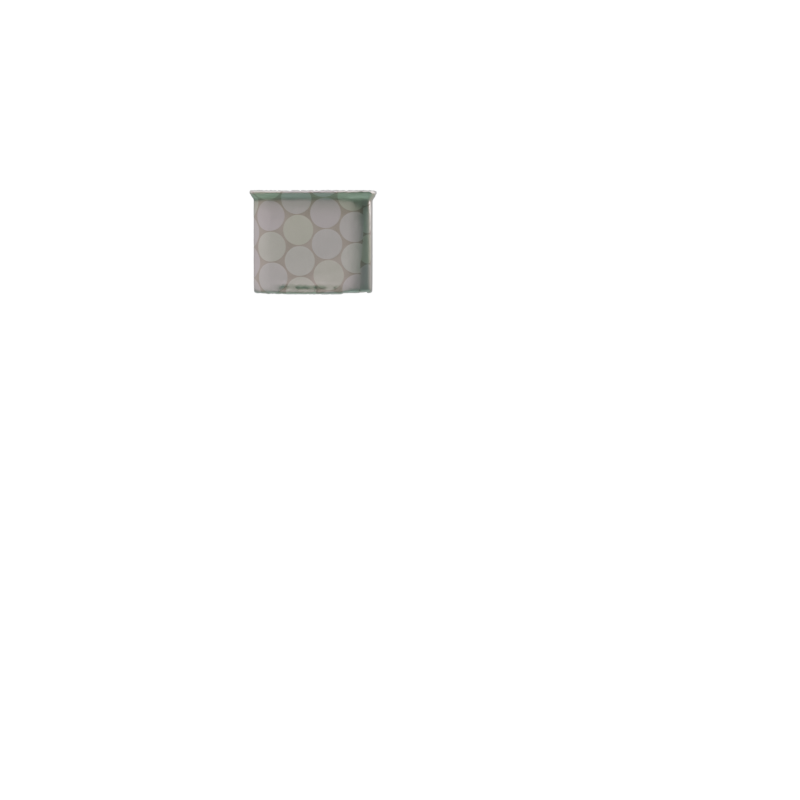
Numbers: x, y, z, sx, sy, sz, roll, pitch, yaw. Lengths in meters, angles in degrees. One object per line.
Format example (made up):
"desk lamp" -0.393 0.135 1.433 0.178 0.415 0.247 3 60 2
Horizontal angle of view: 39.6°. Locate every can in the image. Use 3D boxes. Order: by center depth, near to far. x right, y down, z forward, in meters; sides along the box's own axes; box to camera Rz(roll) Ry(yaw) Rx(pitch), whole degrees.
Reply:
"can" -0.071 -0.129 0.907 0.103 0.083 0.057 1 3 8
